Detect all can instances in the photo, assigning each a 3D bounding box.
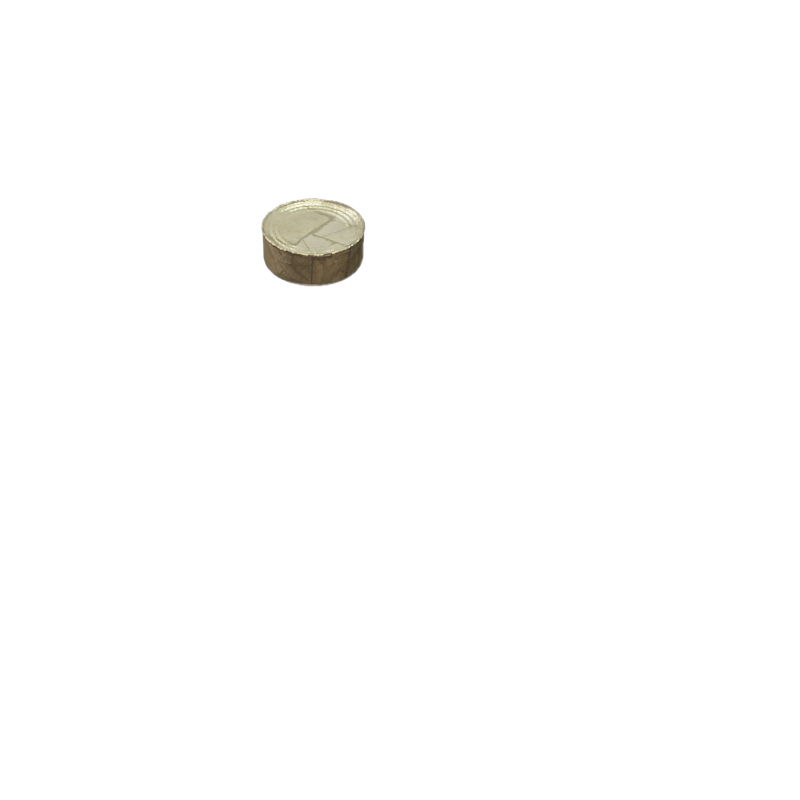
[{"bbox_3d":[-0.072,-0.132,0.923,0.086,0.031,0.092,-1,39,-2],"label":"can"}]
